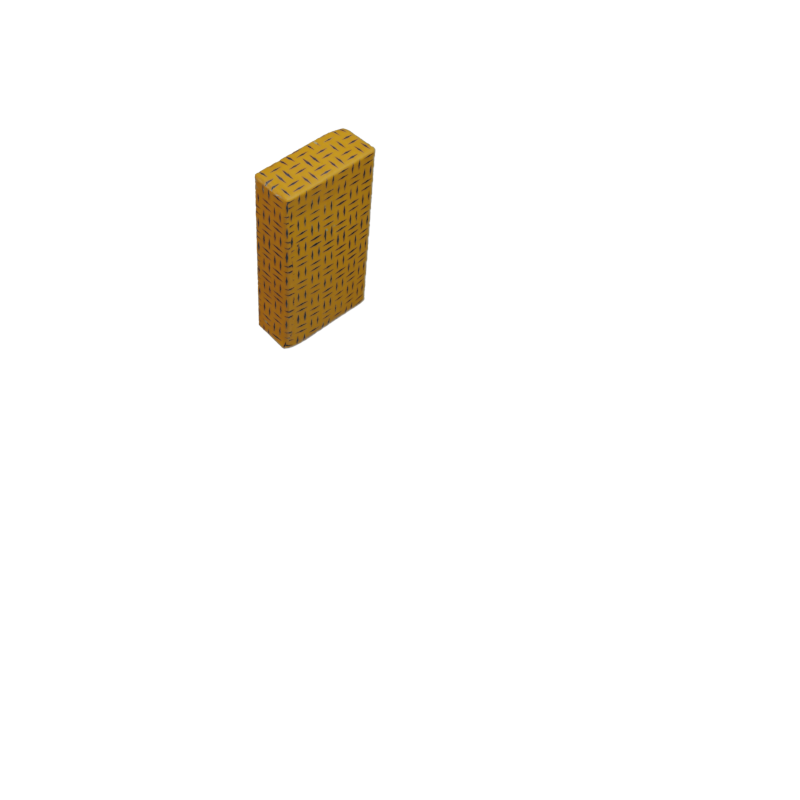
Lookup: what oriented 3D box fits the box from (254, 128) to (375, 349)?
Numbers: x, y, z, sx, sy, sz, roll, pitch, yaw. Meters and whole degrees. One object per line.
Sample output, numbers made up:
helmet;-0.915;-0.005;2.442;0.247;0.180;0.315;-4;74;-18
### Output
box;-0.070;-0.128;0.897;0.094;0.164;0.051;-34;58;-30
